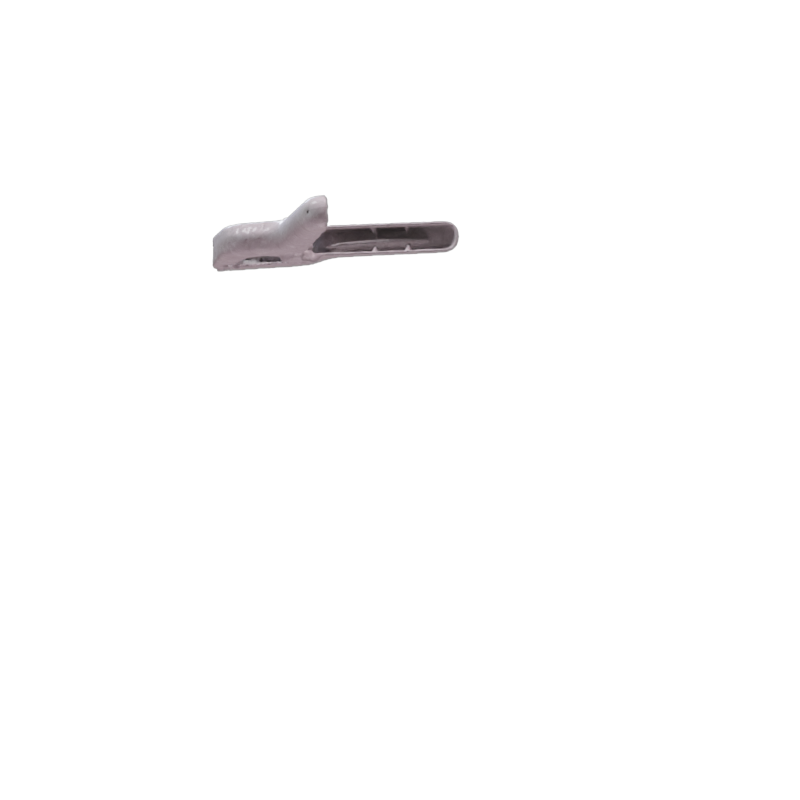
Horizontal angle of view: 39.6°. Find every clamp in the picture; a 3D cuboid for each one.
[{"bbox_3d":[-0.070,-0.128,0.894,0.157,0.037,0.216,3,-4,-42],"label":"clamp"}]
